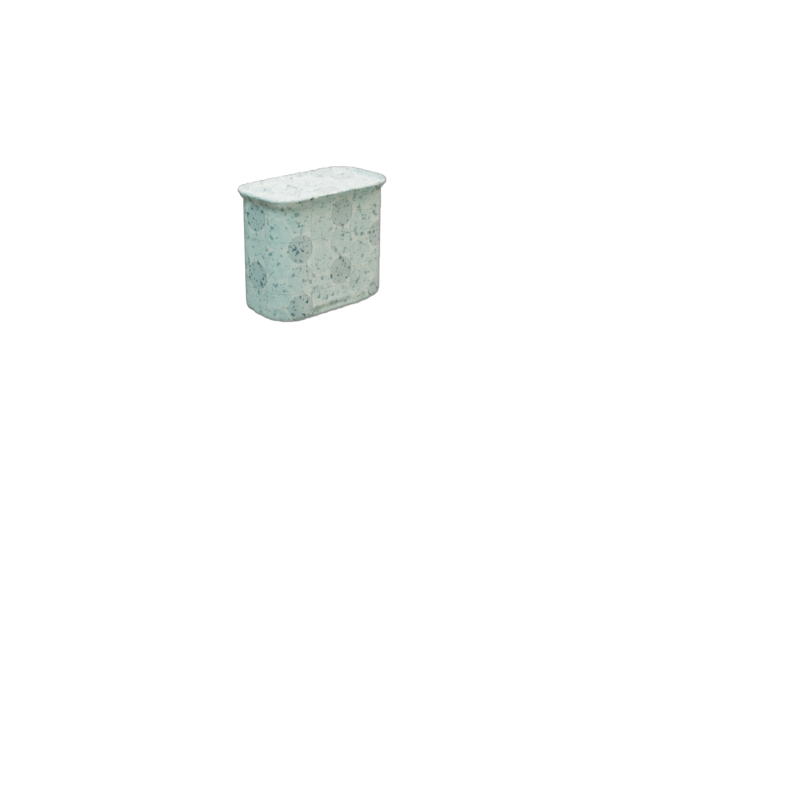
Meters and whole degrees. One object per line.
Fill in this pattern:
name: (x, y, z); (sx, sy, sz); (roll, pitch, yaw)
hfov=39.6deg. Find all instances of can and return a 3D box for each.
can: (-0.059, -0.107, 0.747); (0.100, 0.080, 0.061); (-19, 28, -41)
